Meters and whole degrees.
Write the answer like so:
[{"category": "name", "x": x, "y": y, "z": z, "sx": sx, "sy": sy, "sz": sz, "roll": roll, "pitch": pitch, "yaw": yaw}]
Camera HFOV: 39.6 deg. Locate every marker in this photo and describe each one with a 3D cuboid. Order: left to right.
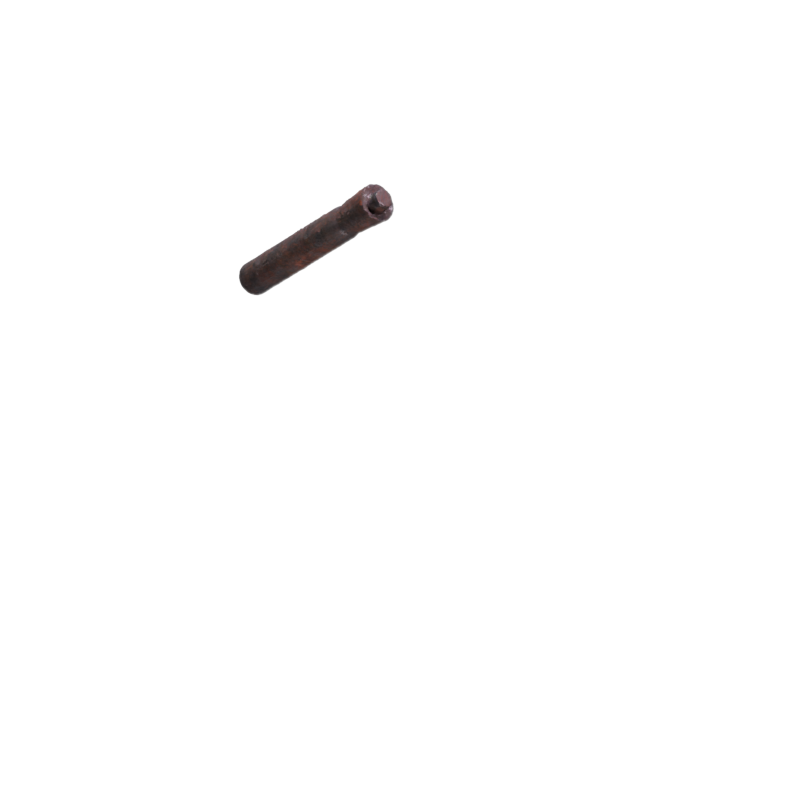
[{"category": "marker", "x": -0.043, "y": -0.079, "z": 0.554, "sx": 0.019, "sy": 0.020, "sz": 0.121, "roll": -3, "pitch": -12, "yaw": -38}]
